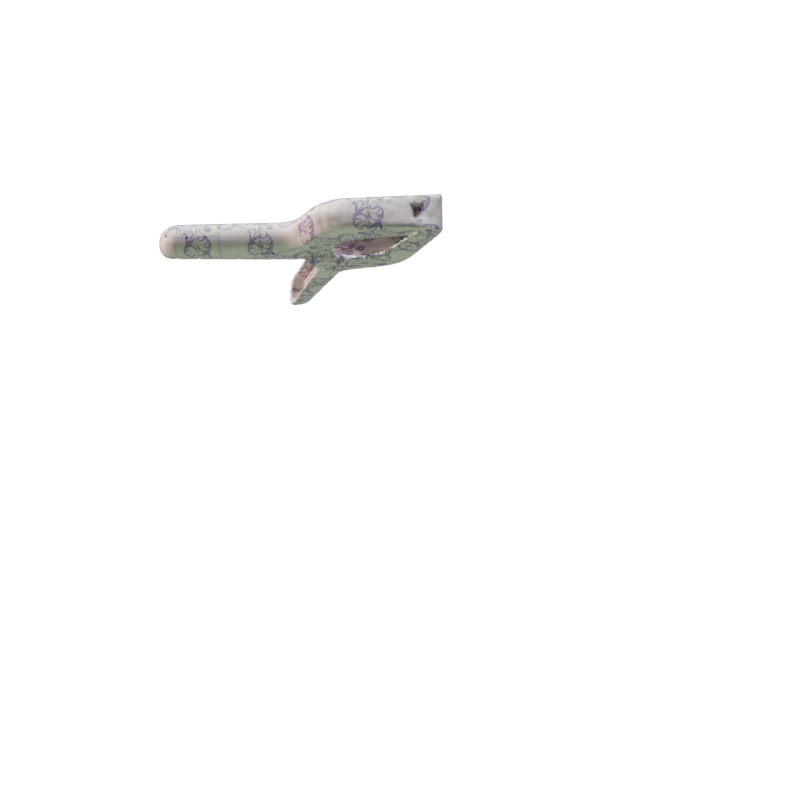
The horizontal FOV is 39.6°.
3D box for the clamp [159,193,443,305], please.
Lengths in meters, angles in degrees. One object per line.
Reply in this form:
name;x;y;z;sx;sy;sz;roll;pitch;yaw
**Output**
clamp;-0.065;-0.118;0.828;0.214;0.038;0.155;-12;-18;42
